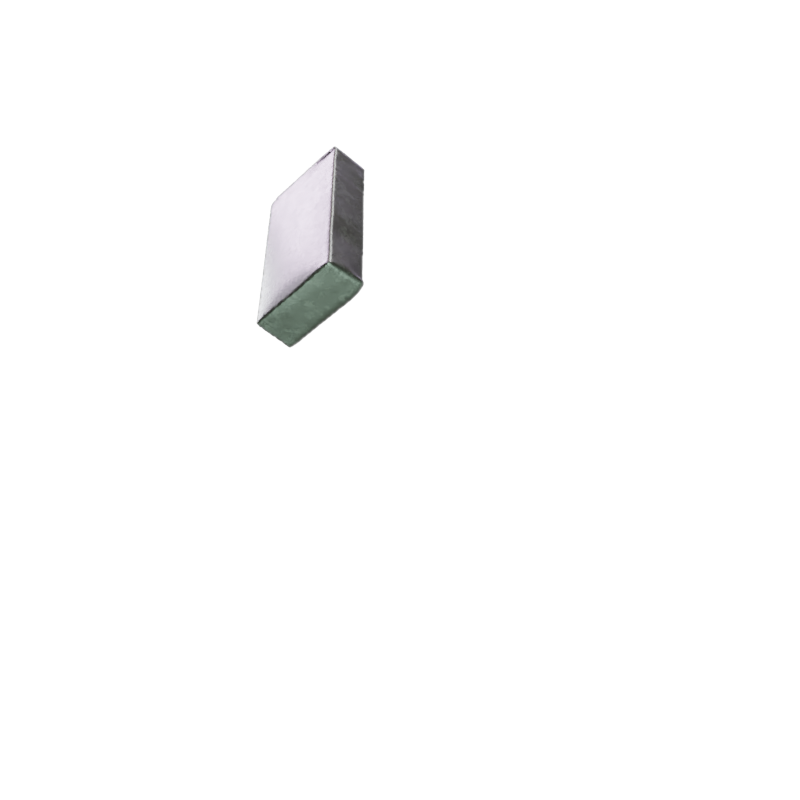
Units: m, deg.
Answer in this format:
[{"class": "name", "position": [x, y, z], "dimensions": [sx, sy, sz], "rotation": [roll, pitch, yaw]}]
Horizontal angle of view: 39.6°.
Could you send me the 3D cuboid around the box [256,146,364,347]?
[{"class": "box", "position": [-0.076, -0.138, 0.968], "dimensions": [0.092, 0.189, 0.045], "rotation": [-38, -56, 27]}]
